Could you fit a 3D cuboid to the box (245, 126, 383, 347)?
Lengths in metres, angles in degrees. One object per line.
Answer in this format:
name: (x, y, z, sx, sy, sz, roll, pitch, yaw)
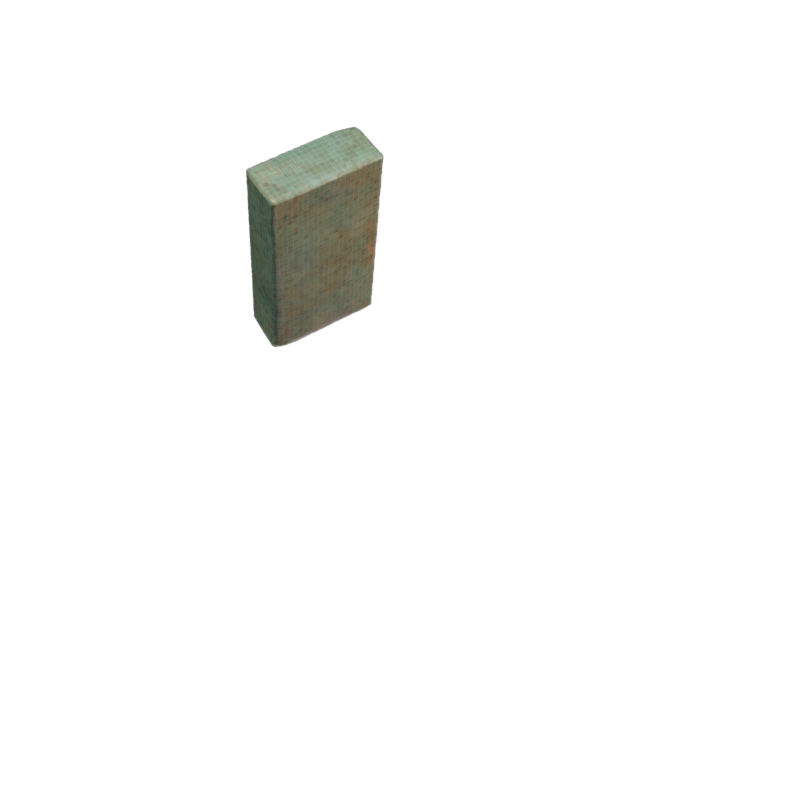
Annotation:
box: (-0.065, -0.119, 0.834, 0.093, 0.052, 0.164, -26, -31, -21)
